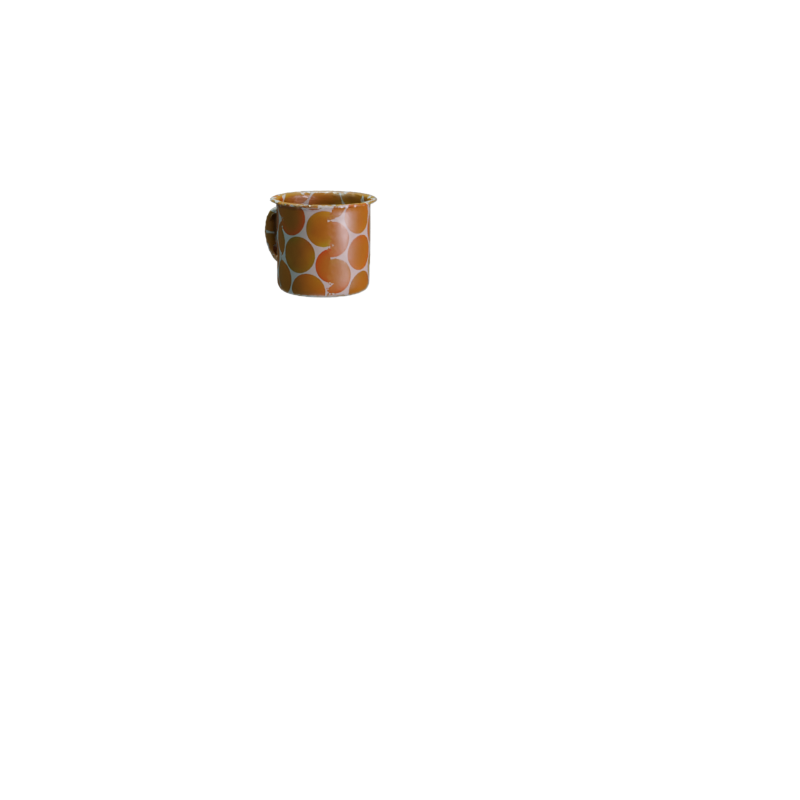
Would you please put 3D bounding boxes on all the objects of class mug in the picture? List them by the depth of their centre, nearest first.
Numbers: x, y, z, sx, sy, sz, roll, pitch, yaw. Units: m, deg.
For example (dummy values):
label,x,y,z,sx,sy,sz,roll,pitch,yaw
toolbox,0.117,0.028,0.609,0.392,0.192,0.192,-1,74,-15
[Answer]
label,x,y,z,sx,sy,sz,roll,pitch,yaw
mug,-0.077,-0.140,0.978,0.123,0.079,0.091,13,20,38
